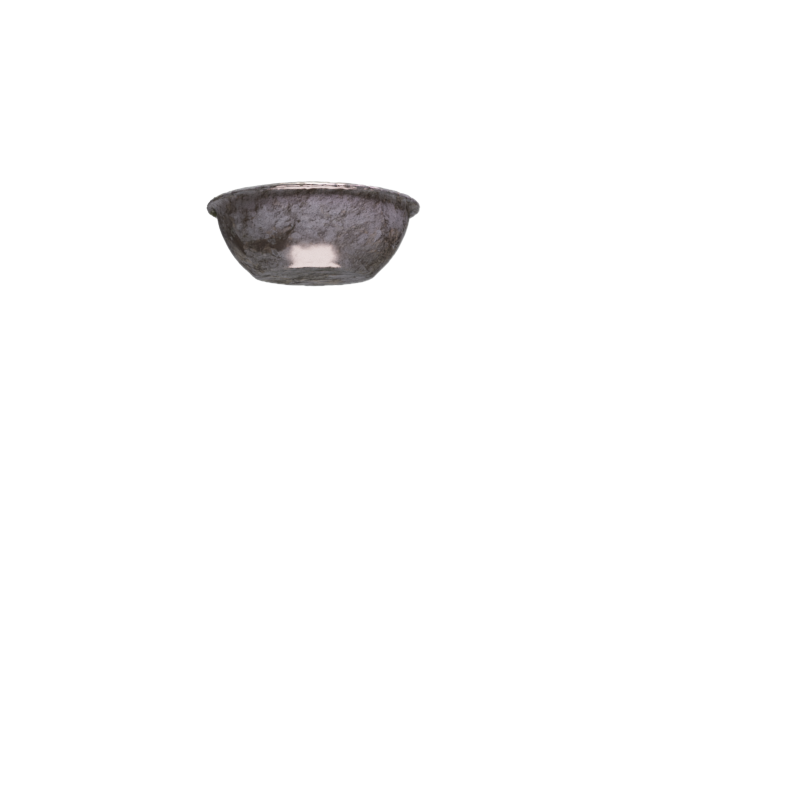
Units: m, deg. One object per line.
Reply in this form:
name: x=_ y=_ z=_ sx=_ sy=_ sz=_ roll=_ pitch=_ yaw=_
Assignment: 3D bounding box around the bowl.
bowl: x=-0.066 y=-0.120 z=0.837 sx=0.162 sy=0.056 sz=0.160 roll=0 pitch=-3 yaw=-2
